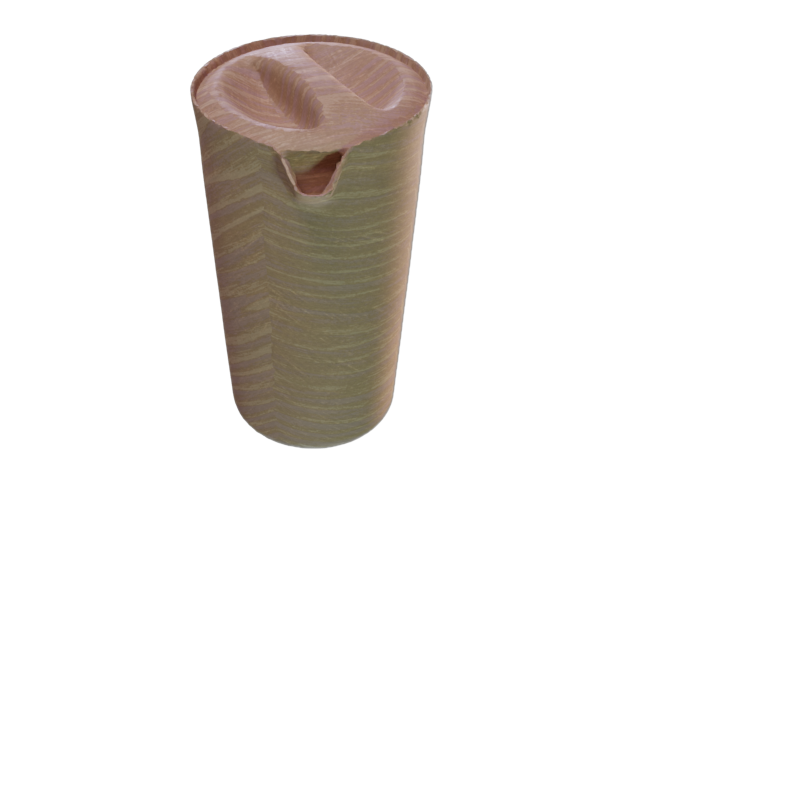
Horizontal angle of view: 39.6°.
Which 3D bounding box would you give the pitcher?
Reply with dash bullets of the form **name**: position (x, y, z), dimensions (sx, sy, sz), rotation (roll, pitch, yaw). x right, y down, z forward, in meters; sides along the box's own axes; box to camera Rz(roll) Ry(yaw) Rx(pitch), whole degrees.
- **pitcher**: position (-0.054, -0.098, 0.685), dimensions (0.154, 0.227, 0.150), rotation (30, 46, 29)
